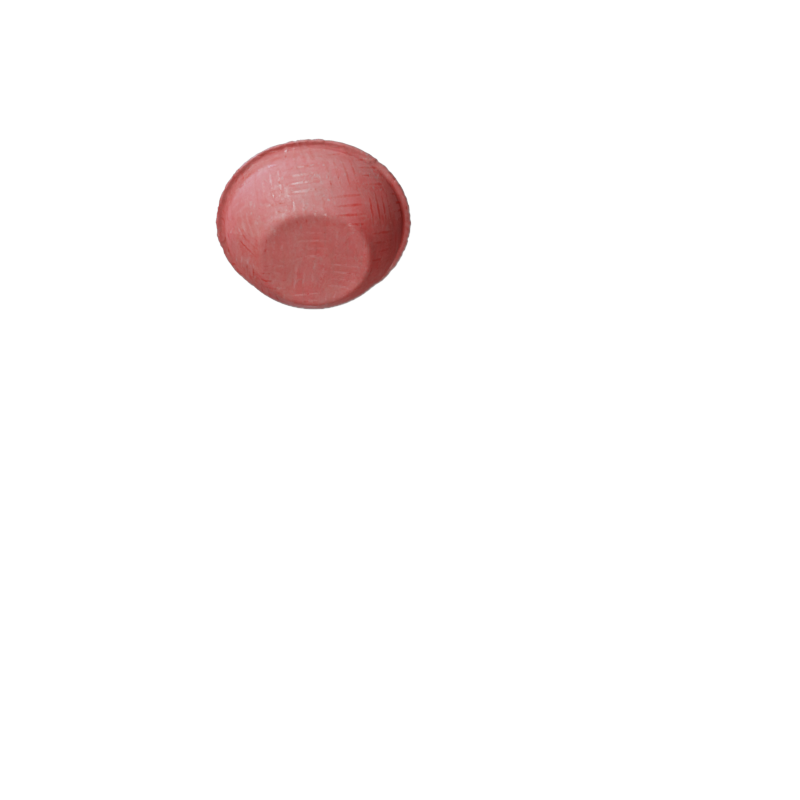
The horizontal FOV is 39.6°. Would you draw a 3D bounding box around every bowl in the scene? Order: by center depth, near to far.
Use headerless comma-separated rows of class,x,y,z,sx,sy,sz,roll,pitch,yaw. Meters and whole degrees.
bowl,-0.070,-0.128,0.898,0.162,0.152,0.059,1,36,-1
